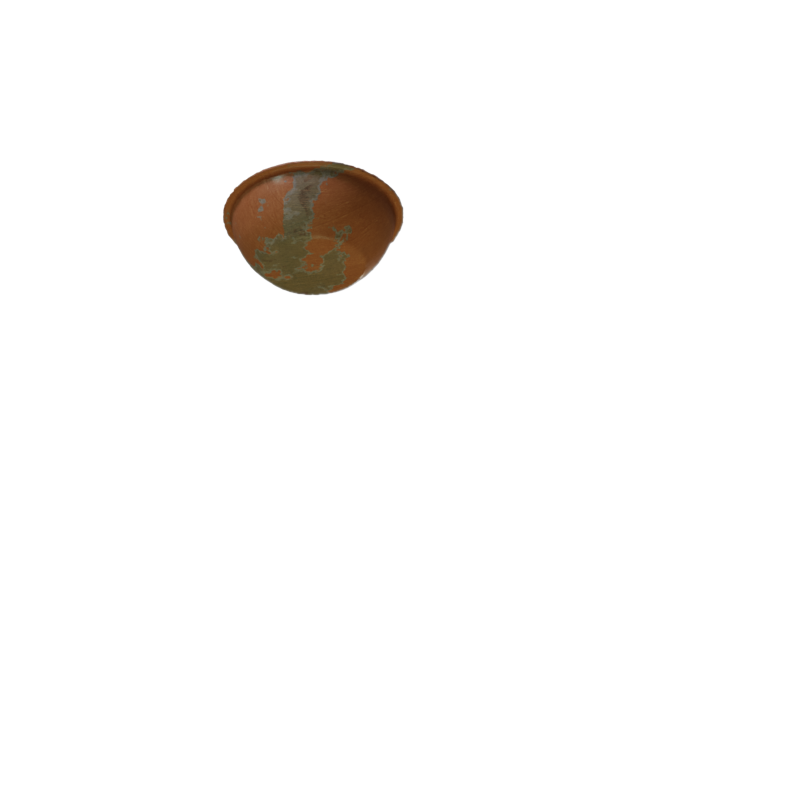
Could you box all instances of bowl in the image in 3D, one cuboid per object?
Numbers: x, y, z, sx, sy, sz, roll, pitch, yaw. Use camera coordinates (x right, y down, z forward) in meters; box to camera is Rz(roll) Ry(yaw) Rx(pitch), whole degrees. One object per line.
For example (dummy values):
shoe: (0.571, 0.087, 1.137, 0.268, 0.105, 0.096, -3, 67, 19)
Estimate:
bowl: (-0.076, -0.139, 0.976, 0.162, 0.059, 0.152, 1, -30, -2)
